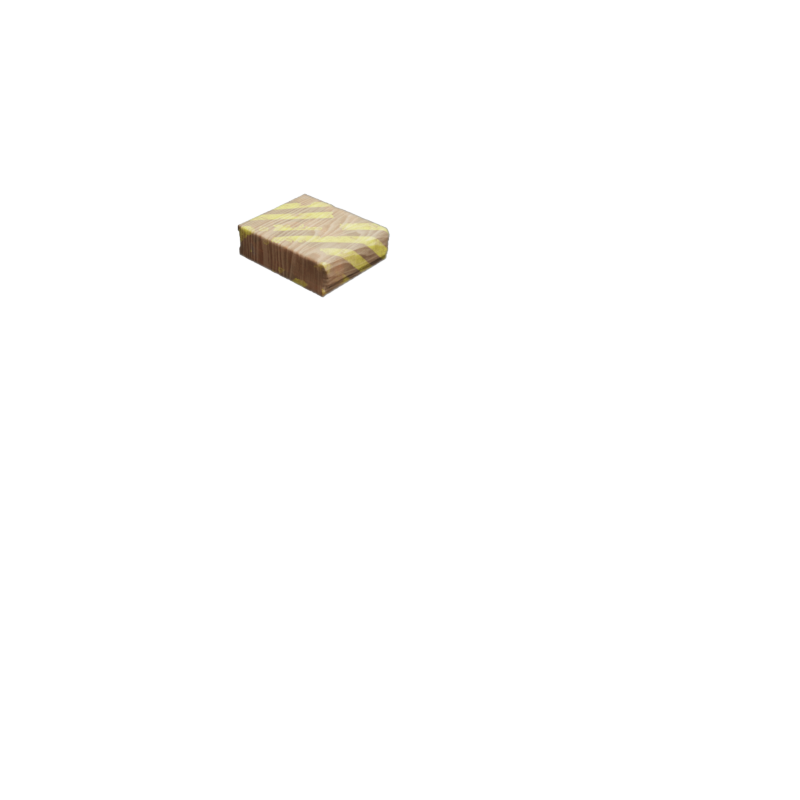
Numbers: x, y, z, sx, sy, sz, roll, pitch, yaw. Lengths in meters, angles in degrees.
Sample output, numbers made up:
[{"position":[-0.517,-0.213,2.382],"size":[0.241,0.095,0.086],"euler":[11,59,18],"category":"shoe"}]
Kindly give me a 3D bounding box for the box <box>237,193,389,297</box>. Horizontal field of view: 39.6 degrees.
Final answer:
[{"position":[-0.065,-0.118,0.826],"size":[0.095,0.028,0.073],"euler":[27,43,33],"category":"box"}]
